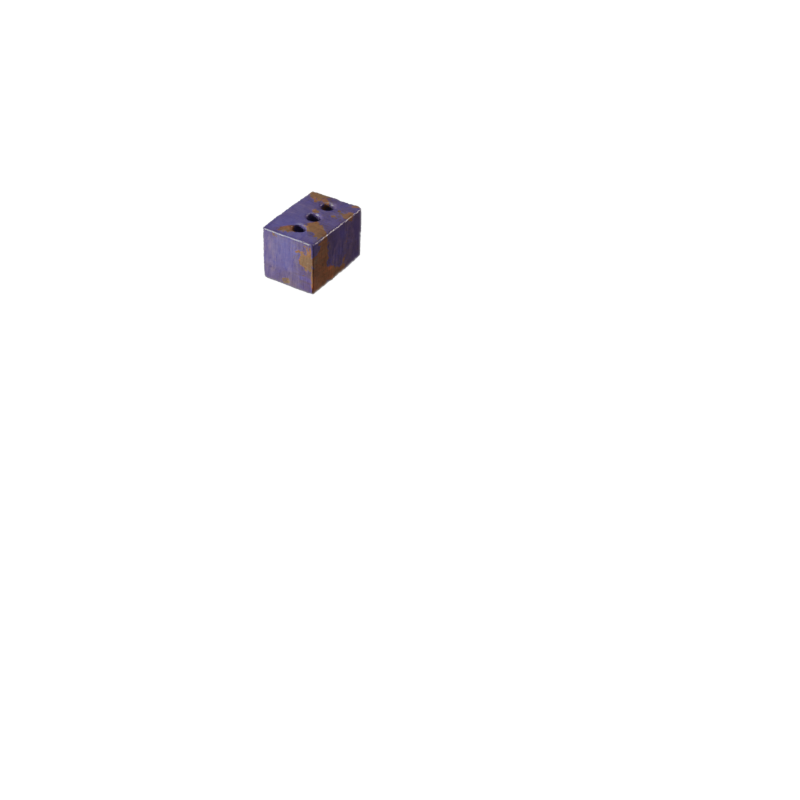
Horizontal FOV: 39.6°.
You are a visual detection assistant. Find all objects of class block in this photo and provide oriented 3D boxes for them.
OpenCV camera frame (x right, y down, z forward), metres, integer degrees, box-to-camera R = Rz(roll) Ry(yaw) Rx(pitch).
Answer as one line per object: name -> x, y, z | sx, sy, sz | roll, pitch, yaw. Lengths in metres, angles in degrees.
block -> -0.075, -0.136, 0.956 | 0.055, 0.048, 0.079 | 20, 40, 24
